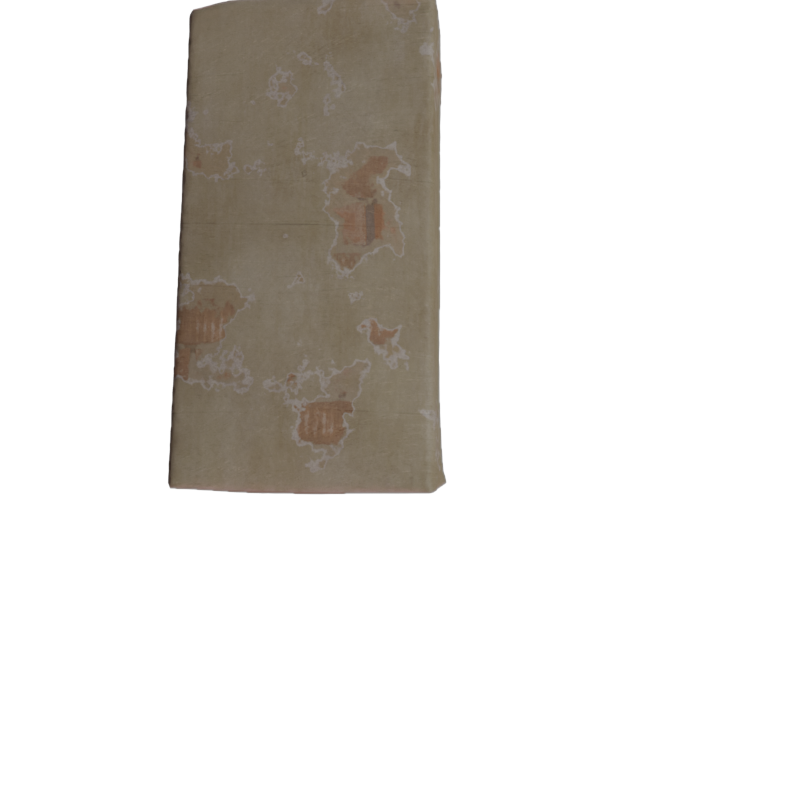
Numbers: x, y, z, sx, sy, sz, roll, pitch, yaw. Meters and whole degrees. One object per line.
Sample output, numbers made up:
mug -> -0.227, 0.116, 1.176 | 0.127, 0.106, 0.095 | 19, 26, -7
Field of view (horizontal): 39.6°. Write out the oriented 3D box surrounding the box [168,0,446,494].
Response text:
box -> -0.032, -0.057, 0.399 | 0.094, 0.180, 0.046 | -2, -9, 8
